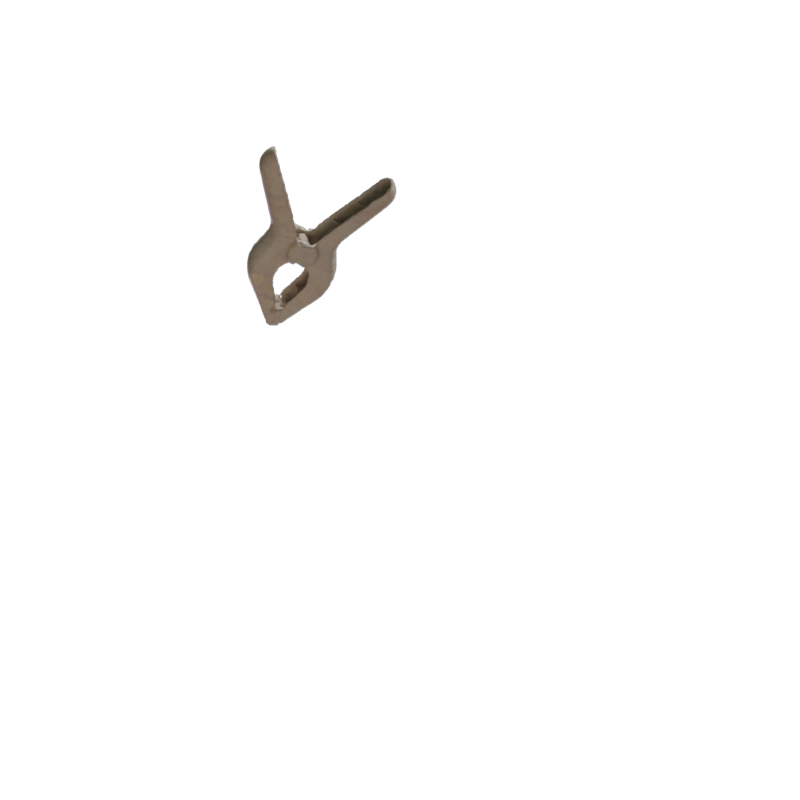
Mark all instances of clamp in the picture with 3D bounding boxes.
[{"bbox_3d":[-0.076,-0.138,0.967,0.118,0.162,0.042,11,36,-8],"label":"clamp"}]
